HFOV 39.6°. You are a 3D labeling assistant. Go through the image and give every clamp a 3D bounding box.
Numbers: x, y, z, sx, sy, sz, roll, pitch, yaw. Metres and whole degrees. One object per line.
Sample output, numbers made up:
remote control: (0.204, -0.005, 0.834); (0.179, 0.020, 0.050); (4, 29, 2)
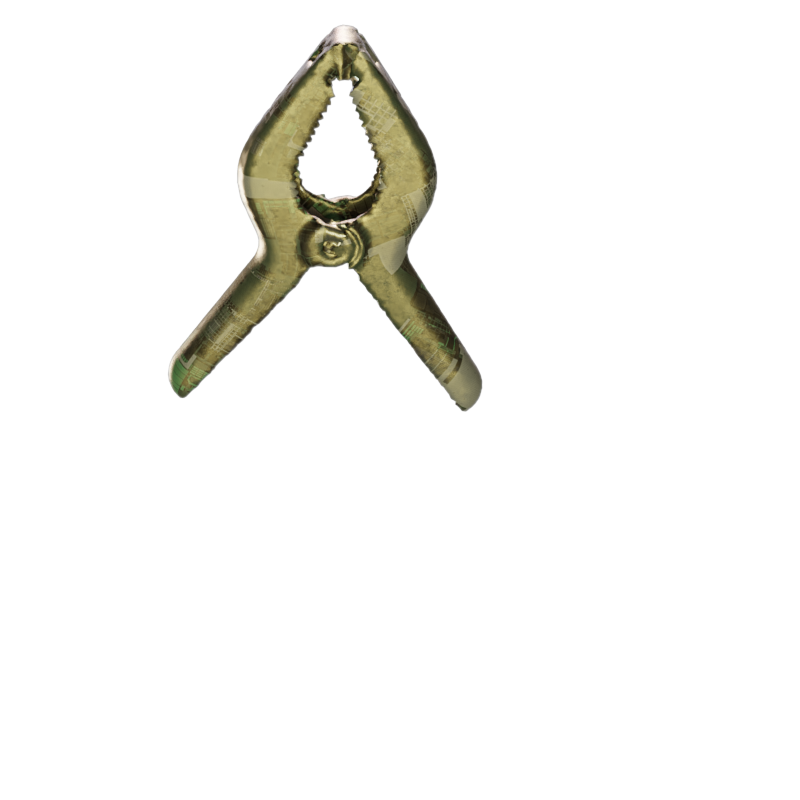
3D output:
clamp: (-0.043, -0.078, 0.545); (0.165, 0.197, 0.039); (-3, 31, 1)
